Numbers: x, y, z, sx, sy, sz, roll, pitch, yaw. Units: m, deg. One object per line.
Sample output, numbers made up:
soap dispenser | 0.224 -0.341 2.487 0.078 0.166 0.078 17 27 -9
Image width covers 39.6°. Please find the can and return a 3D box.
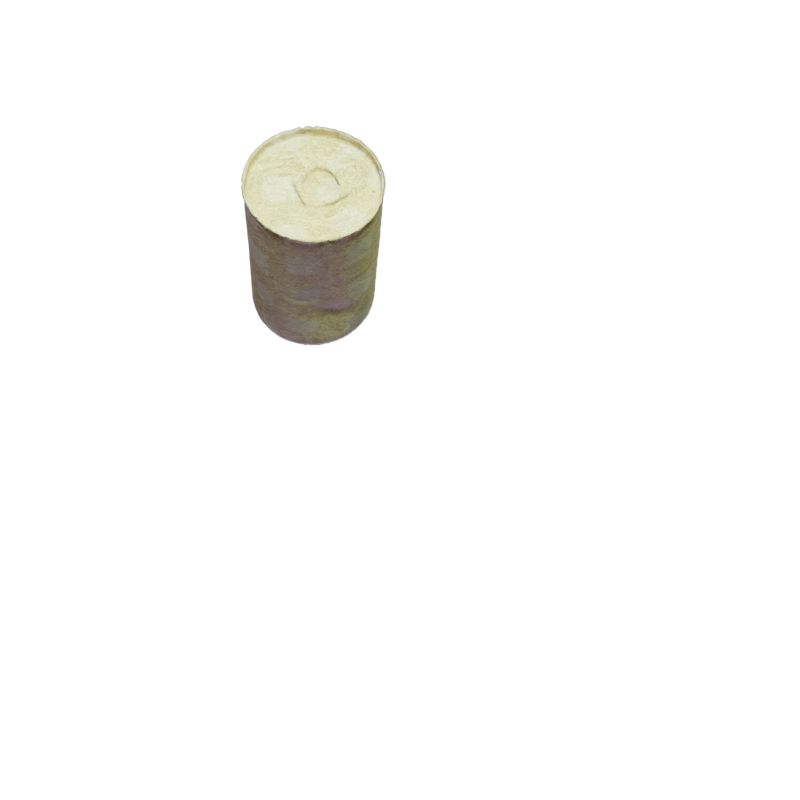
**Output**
can | -0.044 -0.080 0.562 0.068 0.073 0.096 0 -29 -3
